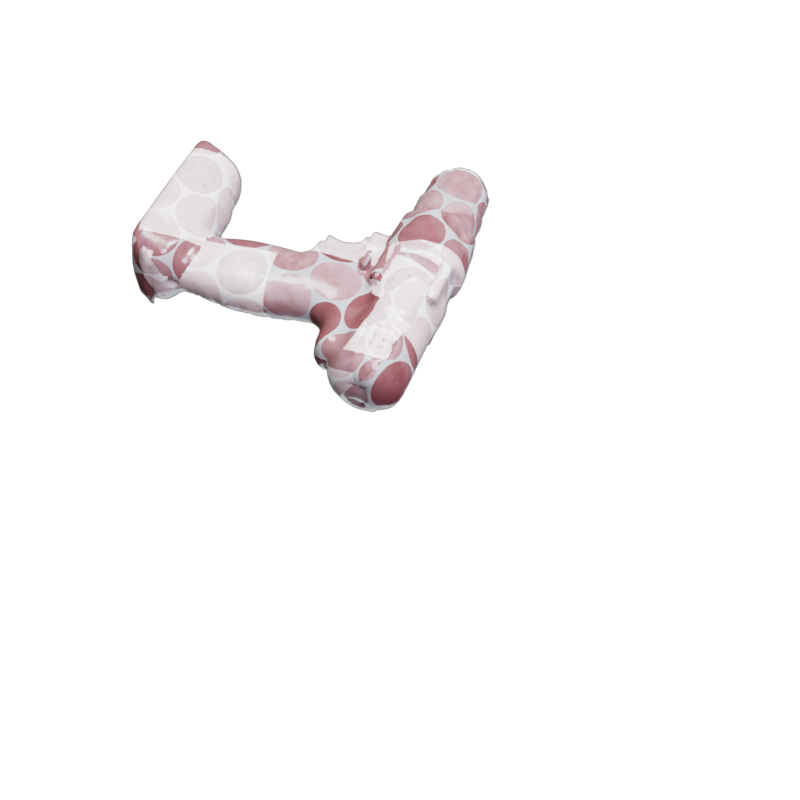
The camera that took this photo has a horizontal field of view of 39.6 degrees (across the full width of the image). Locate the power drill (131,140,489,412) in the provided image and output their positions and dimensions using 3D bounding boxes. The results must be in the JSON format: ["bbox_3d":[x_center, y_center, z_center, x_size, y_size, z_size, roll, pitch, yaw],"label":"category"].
[{"bbox_3d":[-0.053,-0.096,0.675,0.193,0.192,0.053,18,-38,14],"label":"power drill"}]
